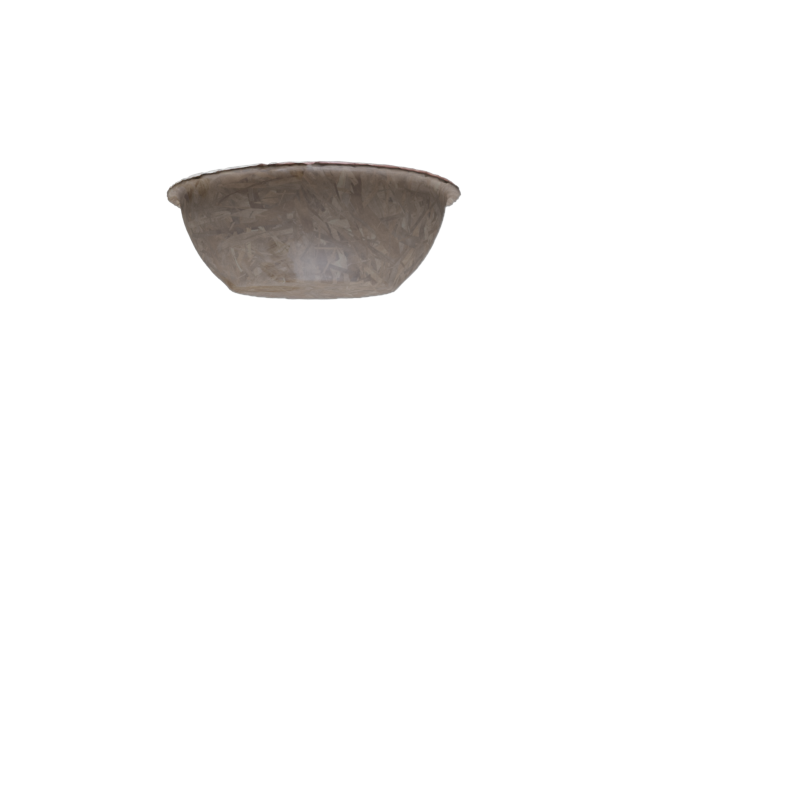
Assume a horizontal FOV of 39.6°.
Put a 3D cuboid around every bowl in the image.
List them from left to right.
[{"bbox_3d":[-0.048,-0.087,0.609,0.162,0.056,0.160,0,-2,-2],"label":"bowl"}]
